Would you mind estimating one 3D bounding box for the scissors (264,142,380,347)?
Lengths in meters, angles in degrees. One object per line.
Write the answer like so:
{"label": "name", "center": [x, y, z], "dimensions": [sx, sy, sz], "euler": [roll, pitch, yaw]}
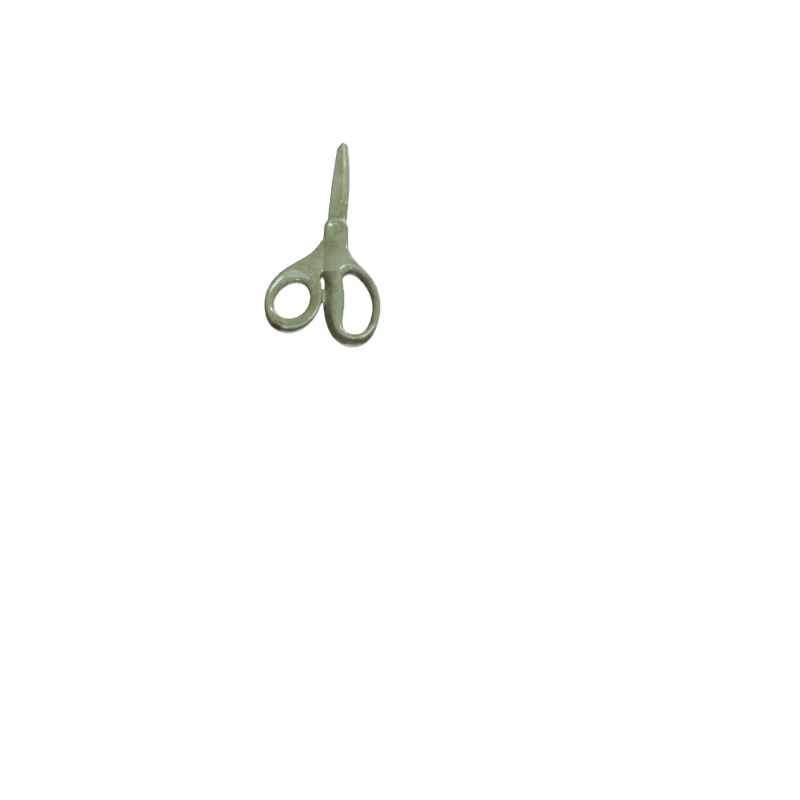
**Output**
{"label": "scissors", "center": [-0.069, -0.125, 0.876], "dimensions": [0.095, 0.217, 0.015], "euler": [-10, -36, -7]}
